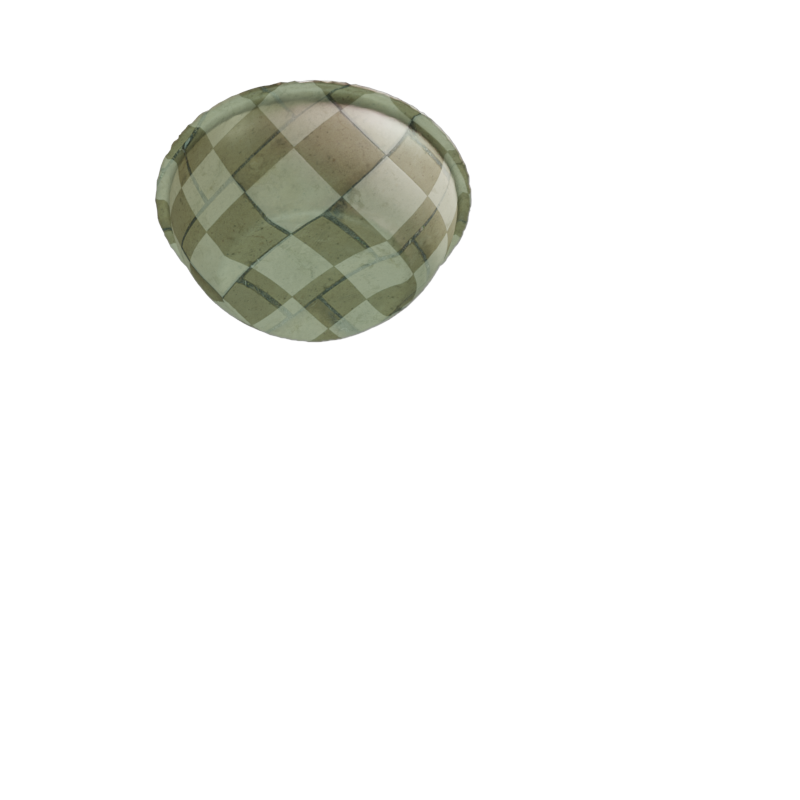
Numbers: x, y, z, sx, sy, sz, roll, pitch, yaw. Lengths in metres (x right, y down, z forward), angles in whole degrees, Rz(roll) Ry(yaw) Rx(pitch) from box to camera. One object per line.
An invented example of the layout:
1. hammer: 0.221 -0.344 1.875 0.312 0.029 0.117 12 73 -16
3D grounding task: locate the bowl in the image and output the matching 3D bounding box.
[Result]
1. bowl: -0.043 -0.079 0.551 0.162 0.059 0.151 1 -42 -1
